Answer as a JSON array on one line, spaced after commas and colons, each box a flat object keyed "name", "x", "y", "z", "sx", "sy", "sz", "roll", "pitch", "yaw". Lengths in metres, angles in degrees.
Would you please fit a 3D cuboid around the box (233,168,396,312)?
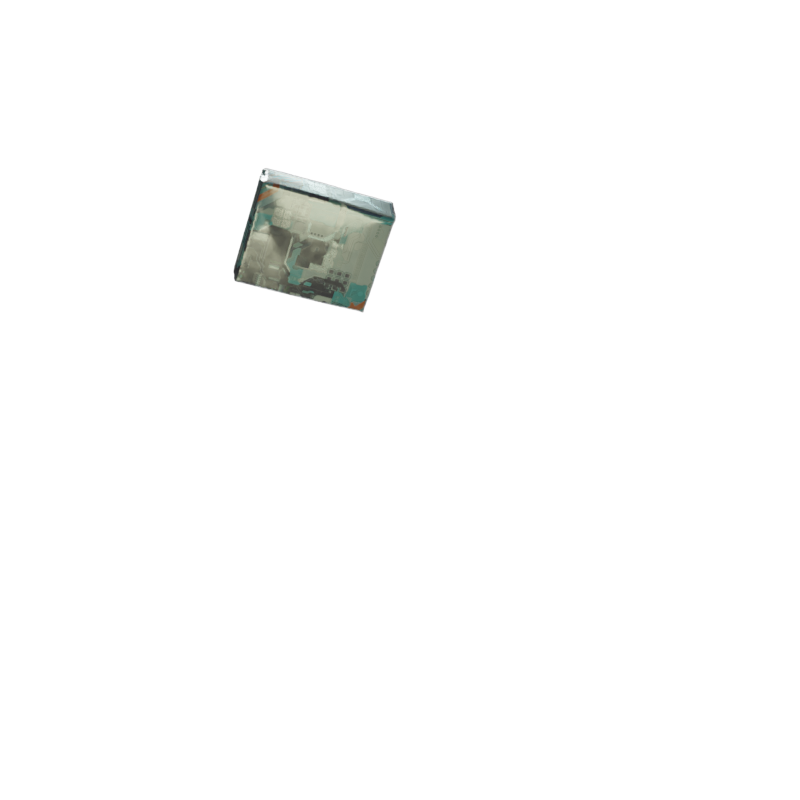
[{"name": "box", "x": -0.070, "y": -0.128, "z": 0.895, "sx": 0.112, "sy": 0.086, "sz": 0.041, "roll": 16, "pitch": 24, "yaw": -8}]
